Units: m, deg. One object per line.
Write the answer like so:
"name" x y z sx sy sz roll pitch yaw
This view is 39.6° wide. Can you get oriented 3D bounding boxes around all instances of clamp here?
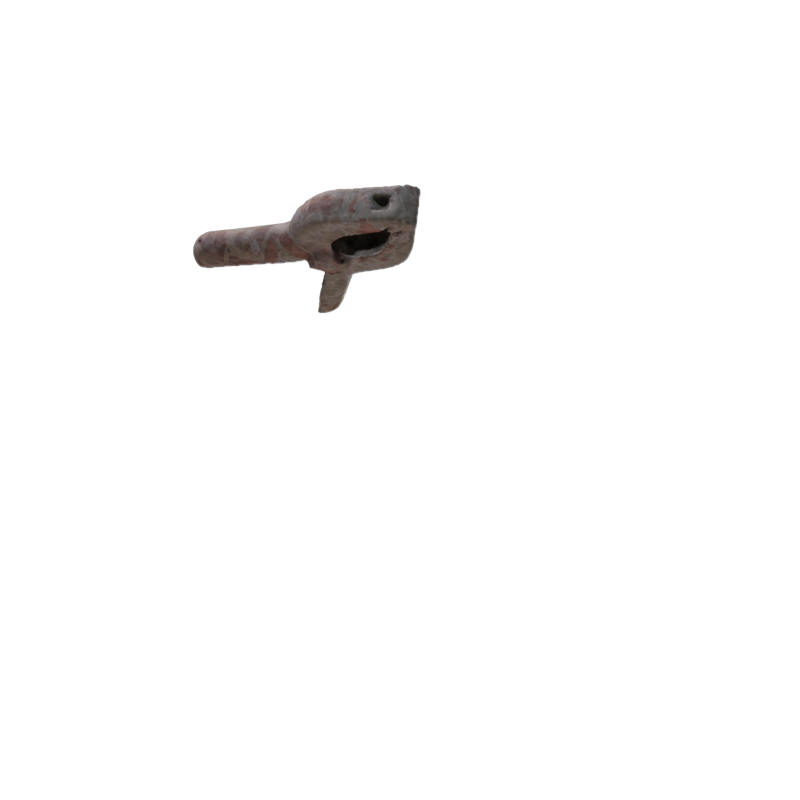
"clamp" -0.057 -0.103 0.724 0.115 0.041 0.170 11 -21 -29
